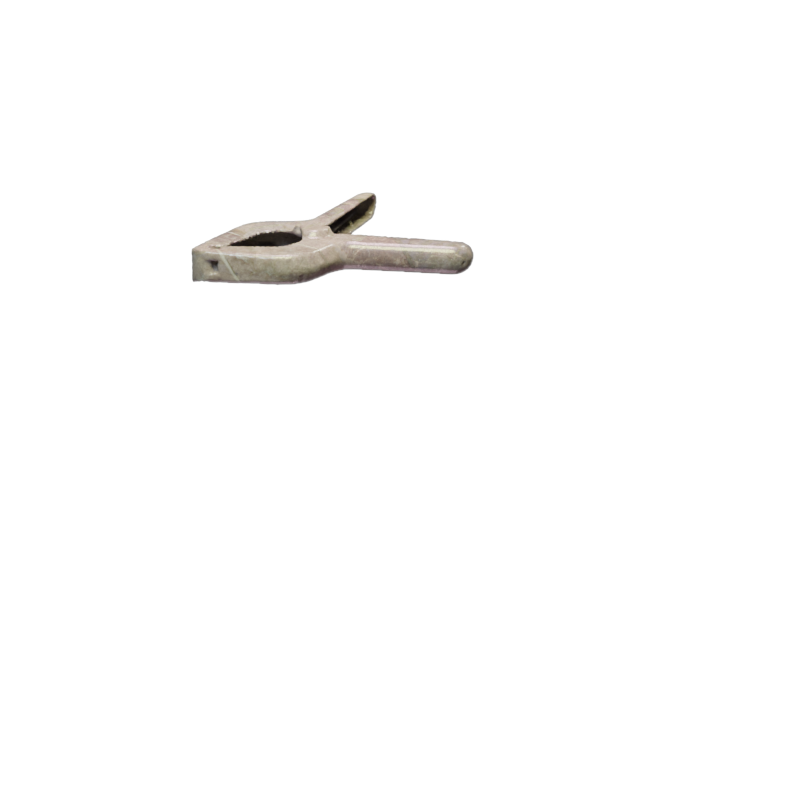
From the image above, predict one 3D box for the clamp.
[{"bbox_3d":[-0.070,-0.127,0.892,0.206,0.035,0.176,-10,27,-19],"label":"clamp"}]
